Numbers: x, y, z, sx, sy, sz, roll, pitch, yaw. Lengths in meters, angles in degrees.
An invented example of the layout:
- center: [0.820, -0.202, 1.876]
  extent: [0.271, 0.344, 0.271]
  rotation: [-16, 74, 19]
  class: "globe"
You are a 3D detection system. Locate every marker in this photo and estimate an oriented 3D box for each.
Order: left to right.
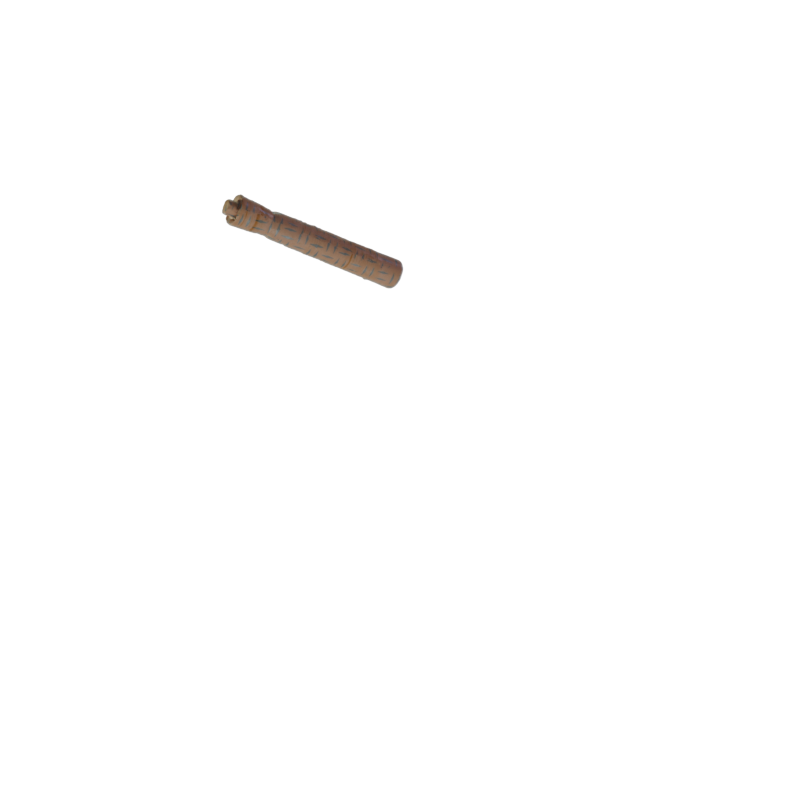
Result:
- center: [-0.052, -0.094, 0.662]
  extent: [0.115, 0.020, 0.020]
  rotation: [19, -6, -27]
  class: "marker"
